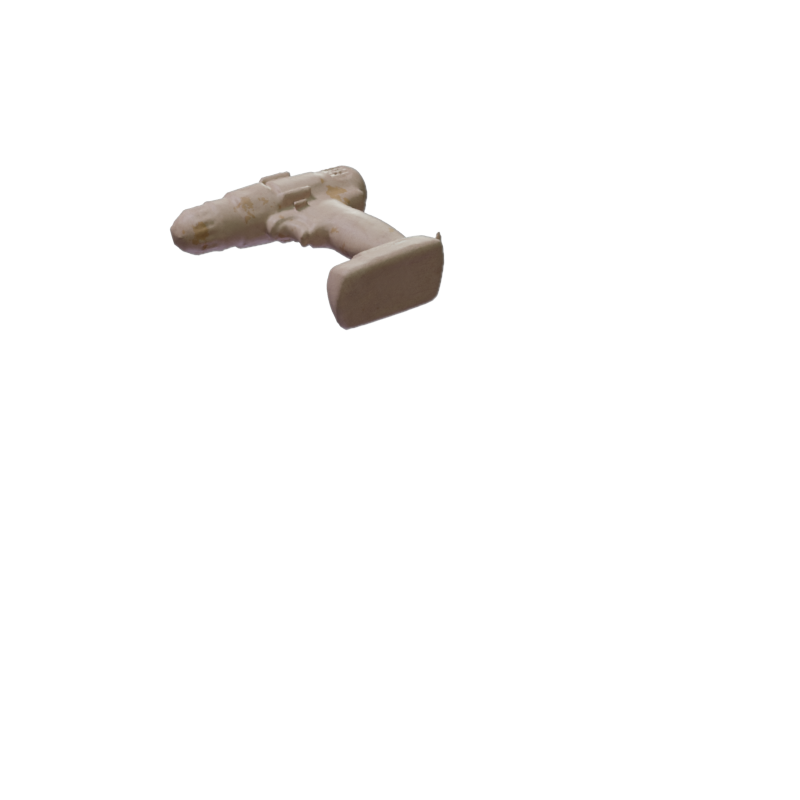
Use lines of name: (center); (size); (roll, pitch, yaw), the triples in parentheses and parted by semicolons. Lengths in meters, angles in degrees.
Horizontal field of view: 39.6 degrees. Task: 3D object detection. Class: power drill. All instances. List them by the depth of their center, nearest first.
power drill: (-0.071, -0.129, 0.901); (0.182, 0.054, 0.202); (-22, 41, -28)
